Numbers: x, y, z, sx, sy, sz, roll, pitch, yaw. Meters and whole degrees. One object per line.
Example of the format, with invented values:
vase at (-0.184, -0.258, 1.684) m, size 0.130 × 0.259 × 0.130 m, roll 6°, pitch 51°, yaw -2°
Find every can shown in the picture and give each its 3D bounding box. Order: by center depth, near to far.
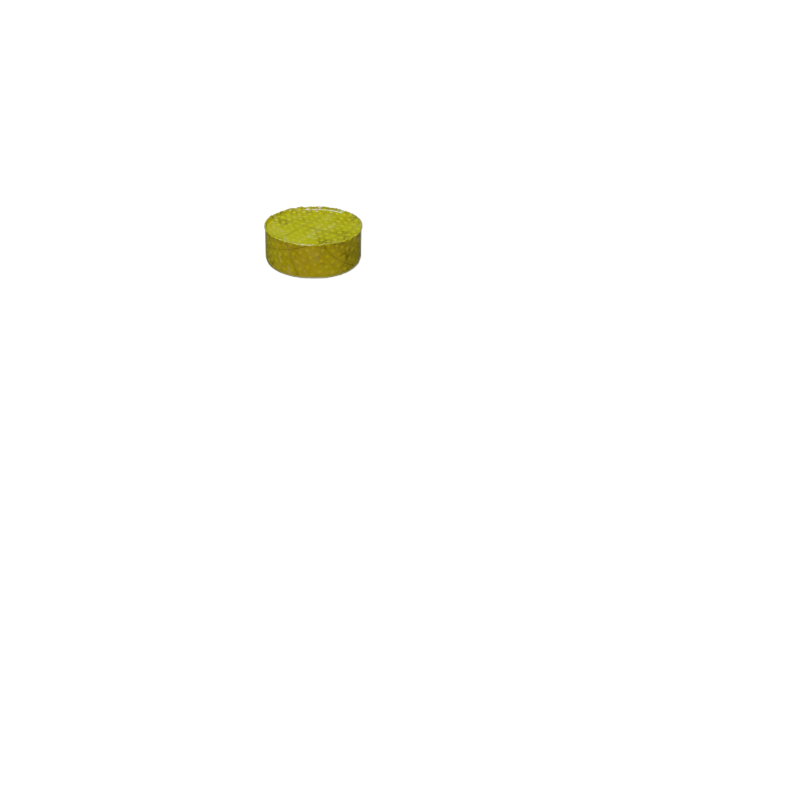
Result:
can at (-0.076, -0.139, 0.971) m, size 0.086 × 0.032 × 0.091 m, roll -1°, pitch 30°, yaw -2°
